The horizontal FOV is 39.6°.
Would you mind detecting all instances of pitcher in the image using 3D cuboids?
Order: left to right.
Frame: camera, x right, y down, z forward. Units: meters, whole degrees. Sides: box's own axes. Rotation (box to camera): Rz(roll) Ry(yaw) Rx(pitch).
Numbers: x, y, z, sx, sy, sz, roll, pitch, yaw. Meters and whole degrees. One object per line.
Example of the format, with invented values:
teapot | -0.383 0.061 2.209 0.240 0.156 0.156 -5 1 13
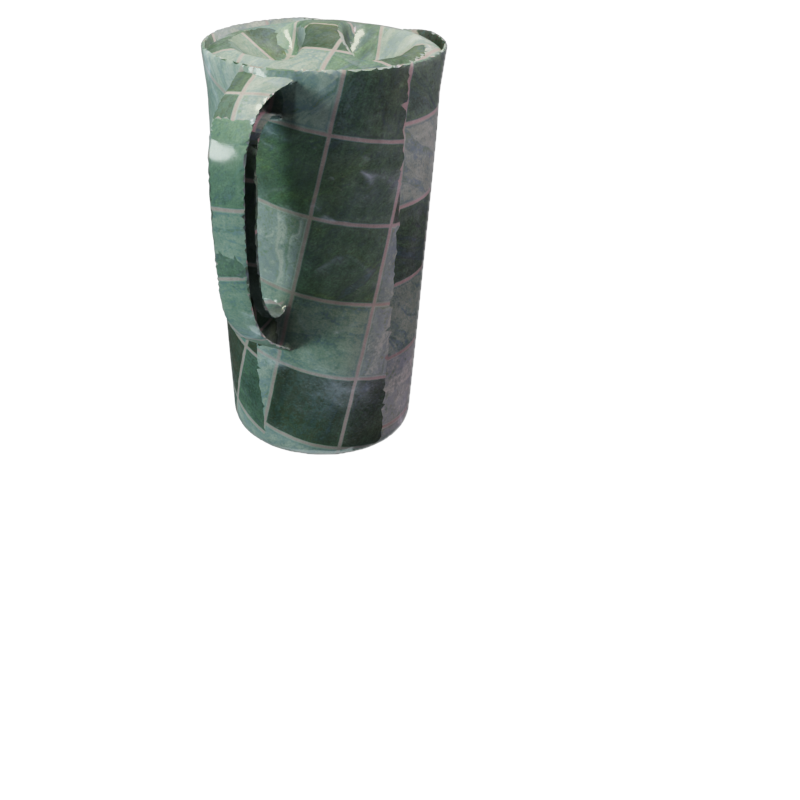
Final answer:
pitcher | -0.050 -0.091 0.637 0.146 0.231 0.155 -8 27 -20
